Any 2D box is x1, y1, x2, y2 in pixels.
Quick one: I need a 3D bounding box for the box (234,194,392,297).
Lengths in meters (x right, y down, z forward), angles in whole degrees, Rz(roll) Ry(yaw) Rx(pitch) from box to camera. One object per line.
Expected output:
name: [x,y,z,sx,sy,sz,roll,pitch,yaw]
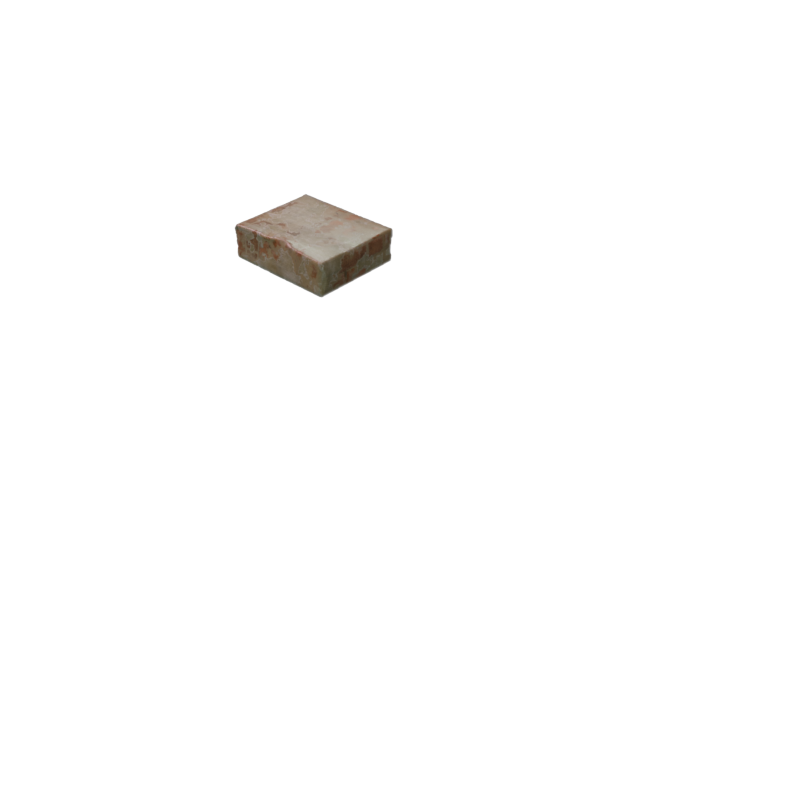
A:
box: [-0.062,-0.113,0.794,0.095,0.028,0.073,27,42,35]
